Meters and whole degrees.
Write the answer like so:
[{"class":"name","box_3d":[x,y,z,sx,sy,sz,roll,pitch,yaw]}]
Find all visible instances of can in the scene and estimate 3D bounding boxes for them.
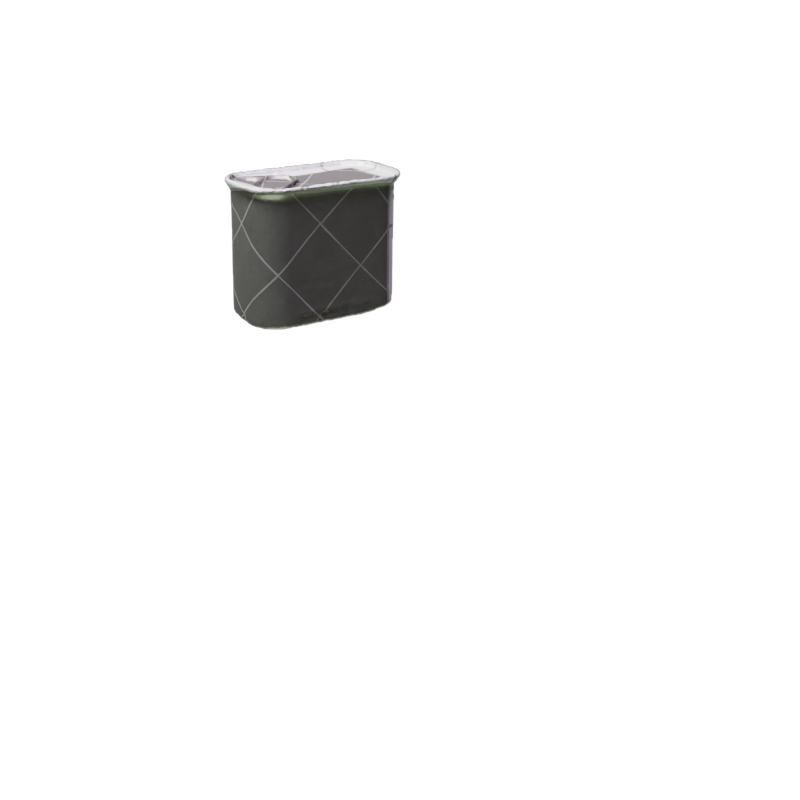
[{"class":"can","box_3d":[-0.052,-0.094,0.661,0.100,0.081,0.061,-12,22,-30]}]
